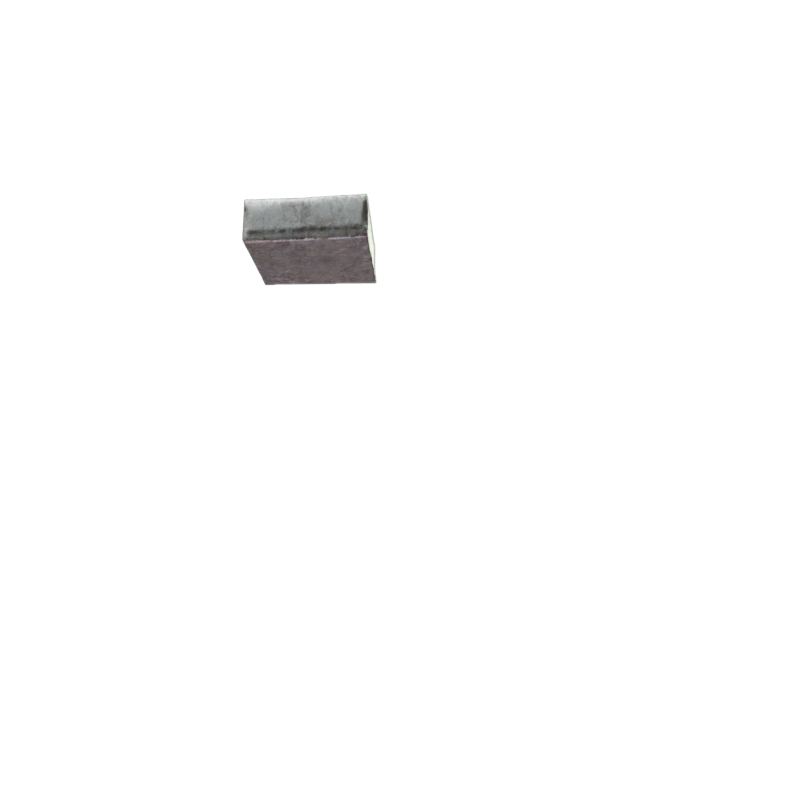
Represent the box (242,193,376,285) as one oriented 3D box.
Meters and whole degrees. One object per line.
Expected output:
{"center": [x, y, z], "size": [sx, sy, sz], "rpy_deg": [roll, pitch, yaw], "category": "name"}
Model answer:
{"center": [-0.053, -0.097, 0.678], "size": [0.074, 0.031, 0.085], "rpy_deg": [-1, -13, 4], "category": "box"}
